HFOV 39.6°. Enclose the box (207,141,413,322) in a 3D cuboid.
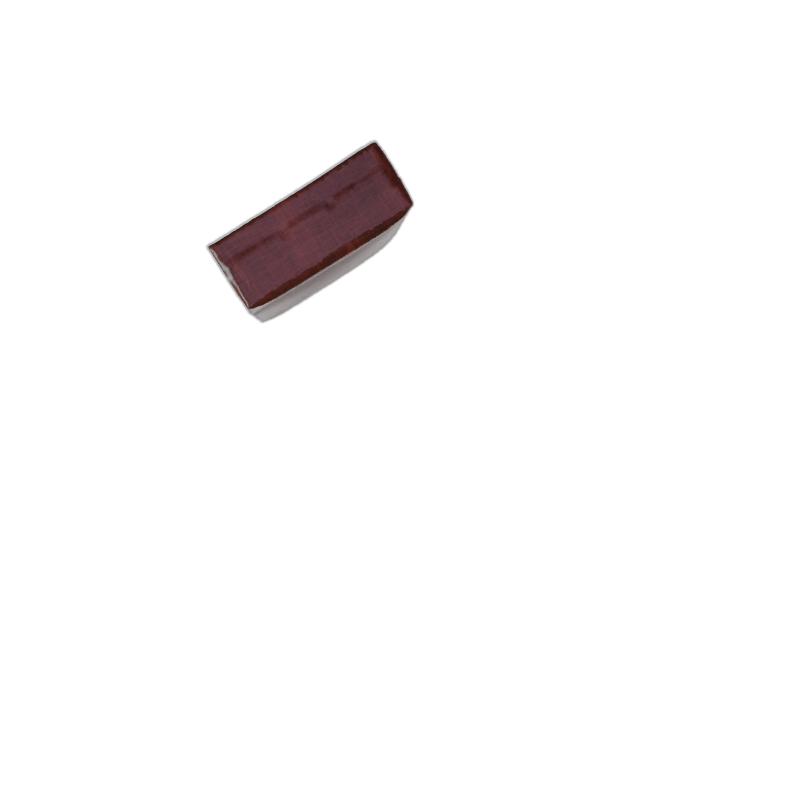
[{"bbox_3d":[-0.078,-0.142,0.996,0.164,0.072,0.213,-33,3,-3],"label":"box"}]
